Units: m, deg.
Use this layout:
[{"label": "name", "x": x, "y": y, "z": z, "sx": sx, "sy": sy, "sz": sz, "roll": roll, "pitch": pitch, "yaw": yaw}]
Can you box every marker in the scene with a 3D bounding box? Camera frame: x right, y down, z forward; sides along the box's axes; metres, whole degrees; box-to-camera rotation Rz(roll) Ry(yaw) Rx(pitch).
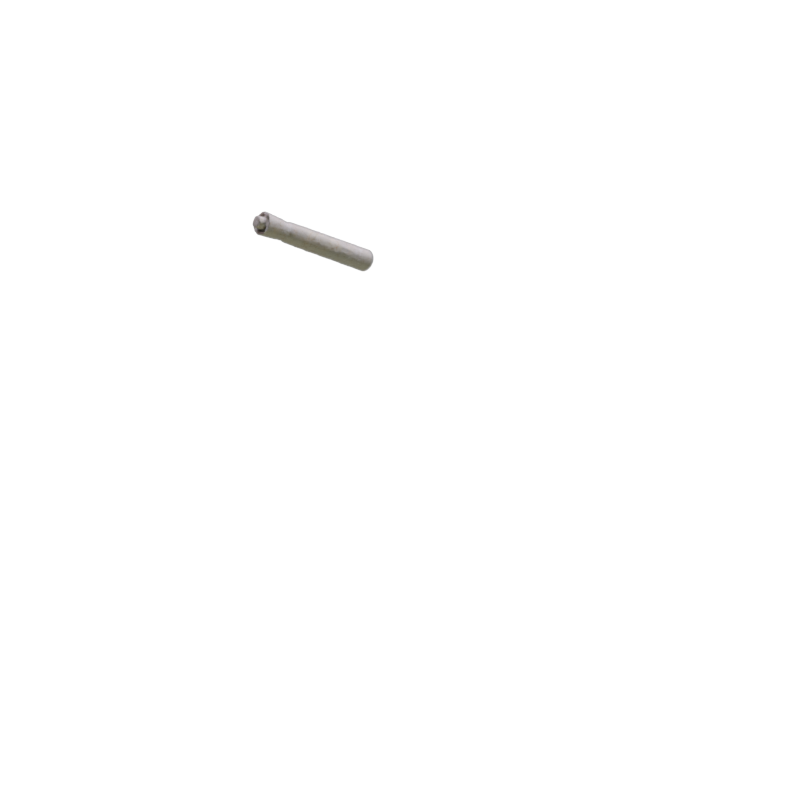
[{"label": "marker", "x": -0.069, "y": -0.126, "z": 0.883, "sx": 0.114, "sy": 0.020, "sz": 0.021, "roll": 14, "pitch": -7, "yaw": -43}]
